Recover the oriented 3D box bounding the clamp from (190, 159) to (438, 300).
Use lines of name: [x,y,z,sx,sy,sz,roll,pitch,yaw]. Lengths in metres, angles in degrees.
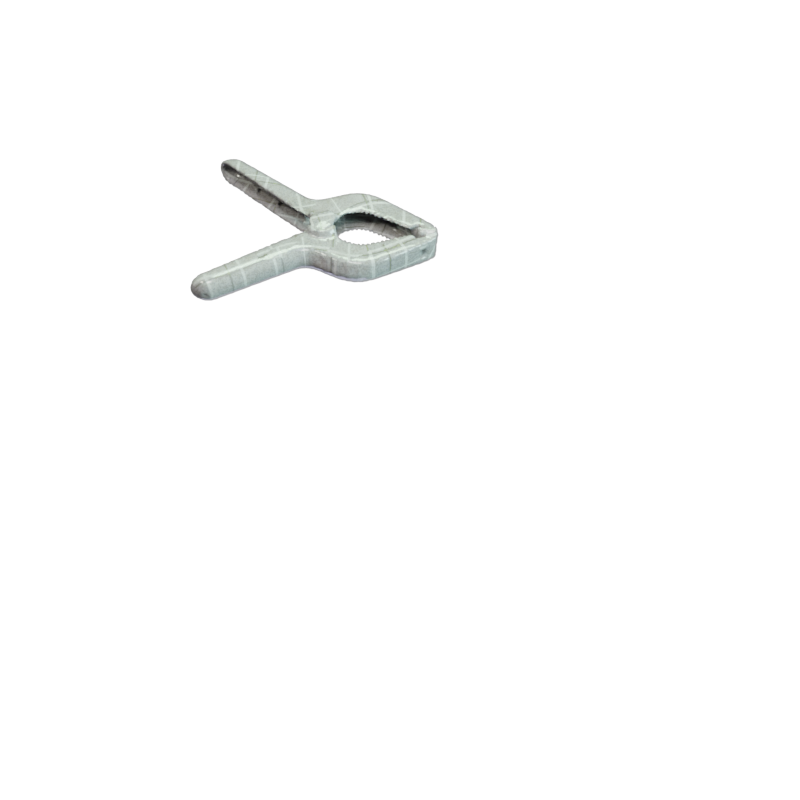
clamp: [-0.075,-0.137,0.962,0.213,0.174,0.034,9,-39,8]
